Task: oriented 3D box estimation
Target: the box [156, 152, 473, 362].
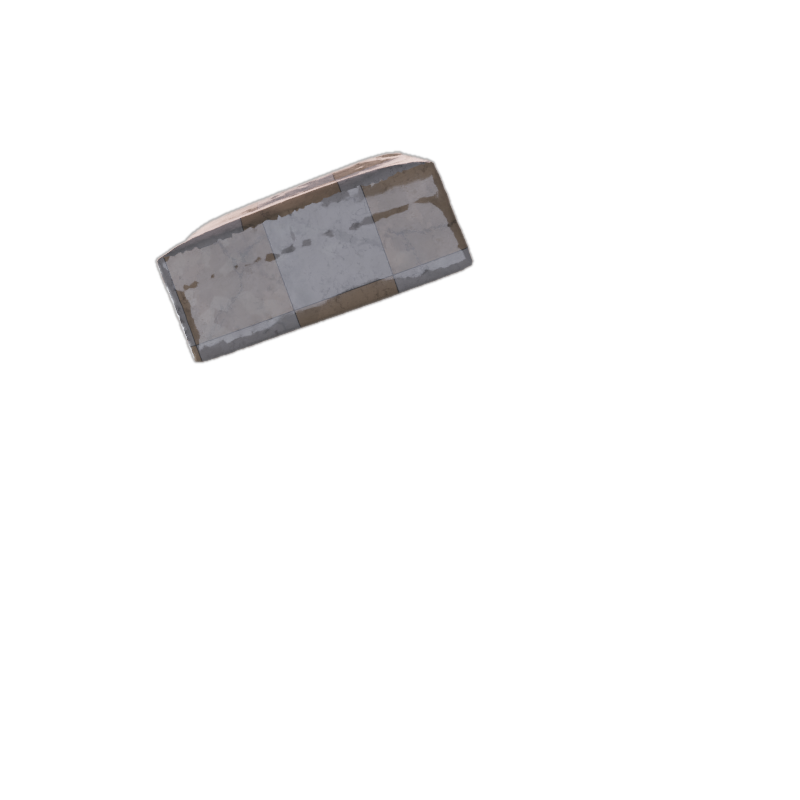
[{"bbox_3d":[-0.055,-0.100,0.703,0.164,0.070,0.219,-20,14,1],"label":"box"}]
